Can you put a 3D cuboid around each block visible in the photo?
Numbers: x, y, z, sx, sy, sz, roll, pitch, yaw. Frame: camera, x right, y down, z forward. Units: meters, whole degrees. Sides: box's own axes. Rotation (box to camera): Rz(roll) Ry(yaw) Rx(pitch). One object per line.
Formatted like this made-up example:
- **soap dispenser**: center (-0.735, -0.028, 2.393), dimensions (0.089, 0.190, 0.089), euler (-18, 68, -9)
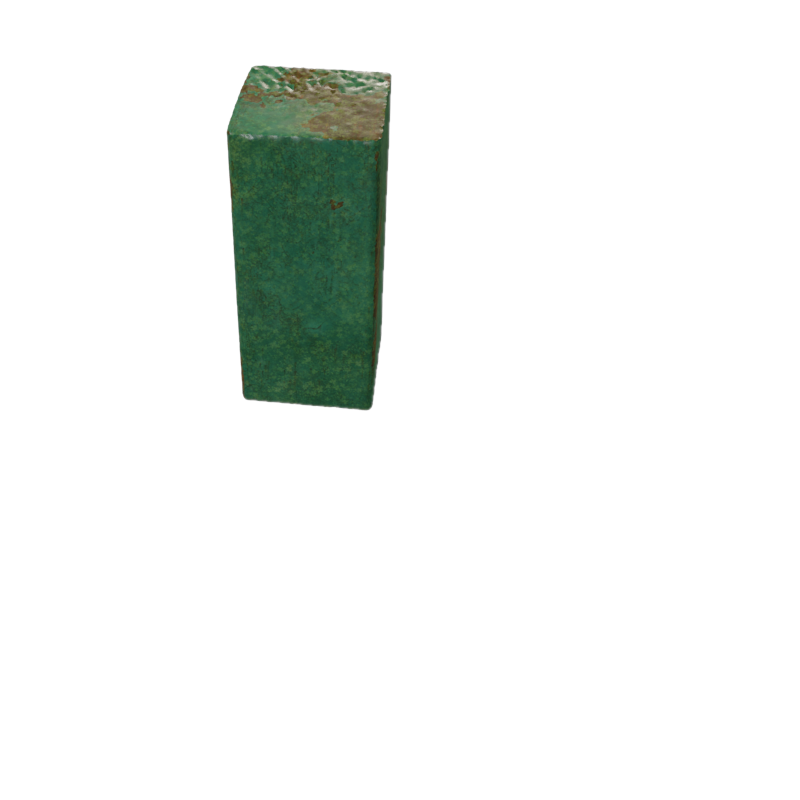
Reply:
- **block**: center (-0.056, -0.102, 0.716), dimensions (0.091, 0.193, 0.096), euler (5, 38, 3)
